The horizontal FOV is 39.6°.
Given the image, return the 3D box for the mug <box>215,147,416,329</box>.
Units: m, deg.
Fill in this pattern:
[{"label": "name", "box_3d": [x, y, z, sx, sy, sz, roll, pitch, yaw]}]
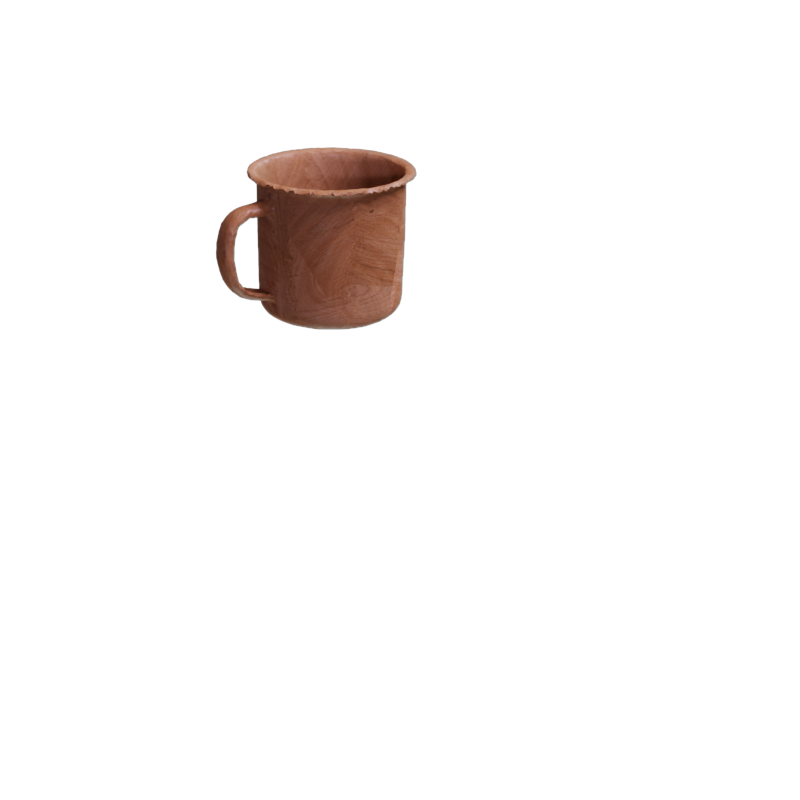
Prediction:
[{"label": "mug", "box_3d": [-0.048, -0.088, 0.614, 0.115, 0.078, 0.100, -17, 29, -34]}]
